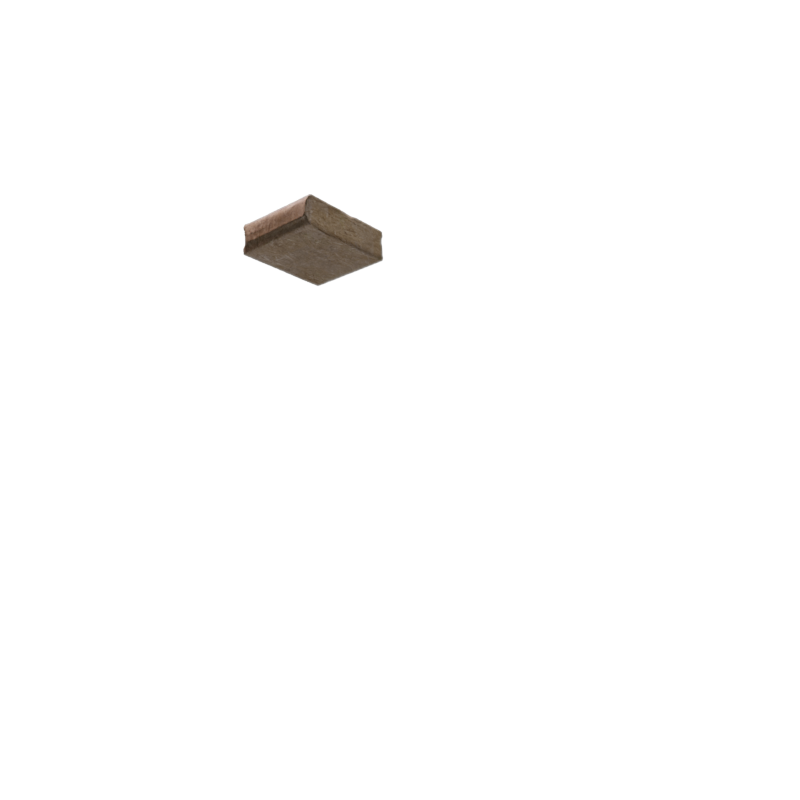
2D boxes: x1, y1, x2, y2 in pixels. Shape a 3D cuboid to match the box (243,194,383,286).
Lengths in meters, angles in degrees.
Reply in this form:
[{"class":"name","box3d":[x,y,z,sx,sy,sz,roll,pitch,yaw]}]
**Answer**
[{"class":"box","box3d":[-0.069,-0.126,0.885,0.074,0.032,0.084,-19,-28,38]}]
